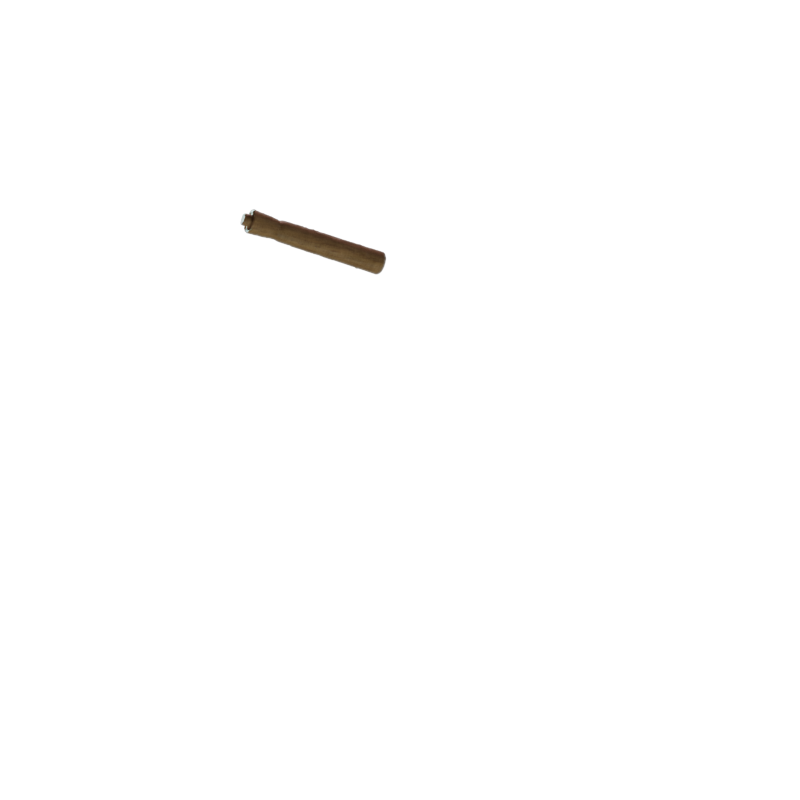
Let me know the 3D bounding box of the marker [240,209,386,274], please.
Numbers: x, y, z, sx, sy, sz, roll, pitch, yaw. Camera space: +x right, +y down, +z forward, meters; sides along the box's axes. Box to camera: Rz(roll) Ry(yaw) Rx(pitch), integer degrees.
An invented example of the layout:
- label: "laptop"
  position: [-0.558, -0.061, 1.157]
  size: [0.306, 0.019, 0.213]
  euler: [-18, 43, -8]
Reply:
- label: "marker"
  position: [-0.067, -0.123, 0.860]
  size: [0.116, 0.020, 0.020]
  euler: [15, -3, -23]
